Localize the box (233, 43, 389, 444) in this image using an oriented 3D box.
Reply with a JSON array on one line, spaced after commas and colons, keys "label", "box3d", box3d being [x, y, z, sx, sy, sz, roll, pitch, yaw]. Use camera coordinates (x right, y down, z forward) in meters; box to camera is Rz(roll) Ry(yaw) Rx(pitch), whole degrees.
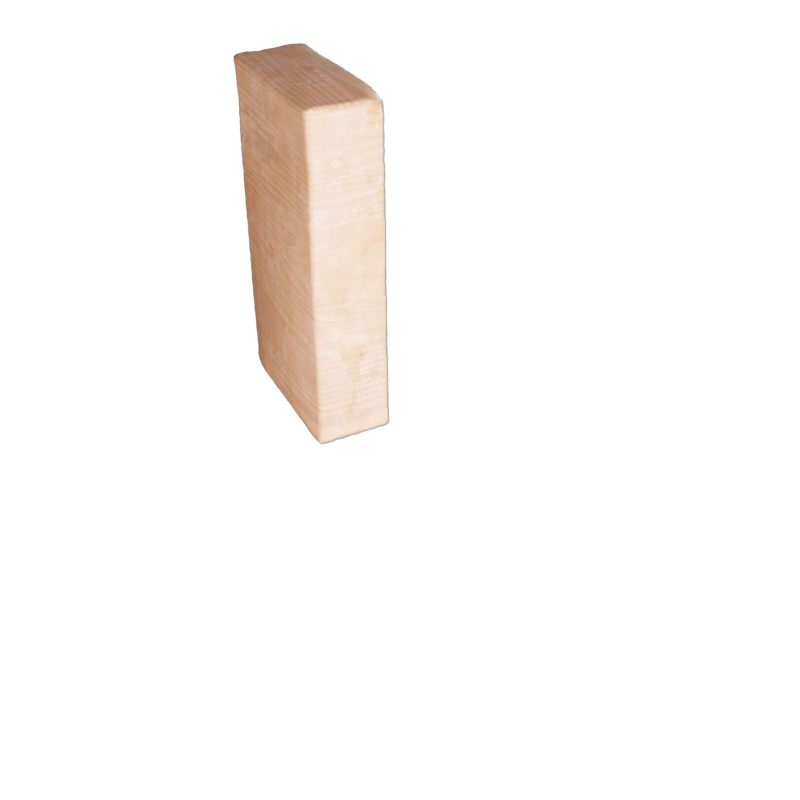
[{"label": "box", "box3d": [-0.043, -0.078, 0.549, 0.047, 0.166, 0.101, -11, 33, -23]}]
